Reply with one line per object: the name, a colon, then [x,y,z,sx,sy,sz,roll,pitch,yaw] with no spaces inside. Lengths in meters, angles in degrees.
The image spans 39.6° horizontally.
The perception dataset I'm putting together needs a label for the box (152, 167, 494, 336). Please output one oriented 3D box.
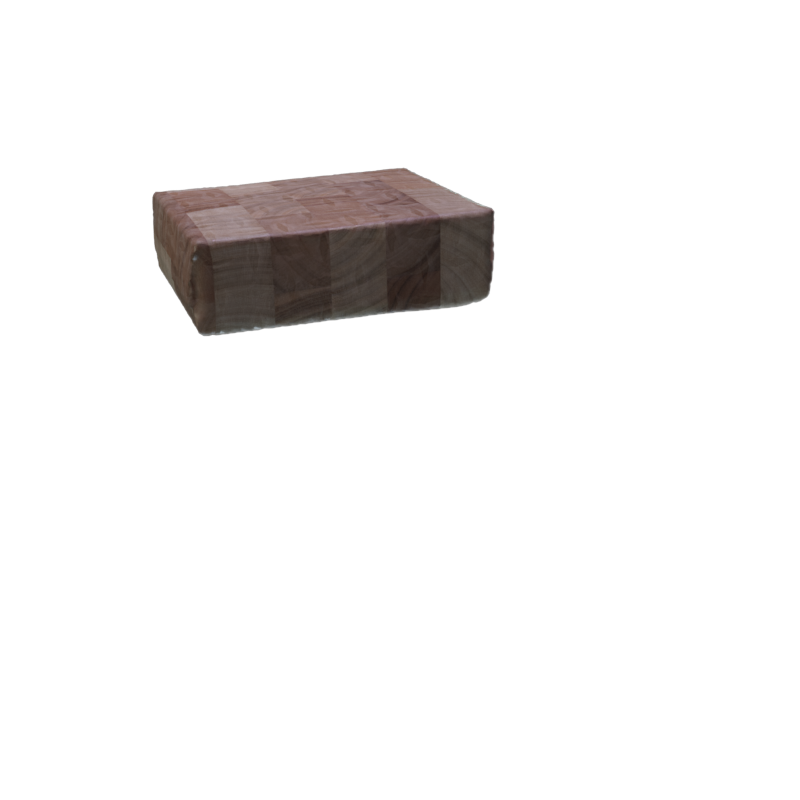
box: [-0.033,-0.061,0.426,0.111,0.037,0.095,-7,23,-17]
